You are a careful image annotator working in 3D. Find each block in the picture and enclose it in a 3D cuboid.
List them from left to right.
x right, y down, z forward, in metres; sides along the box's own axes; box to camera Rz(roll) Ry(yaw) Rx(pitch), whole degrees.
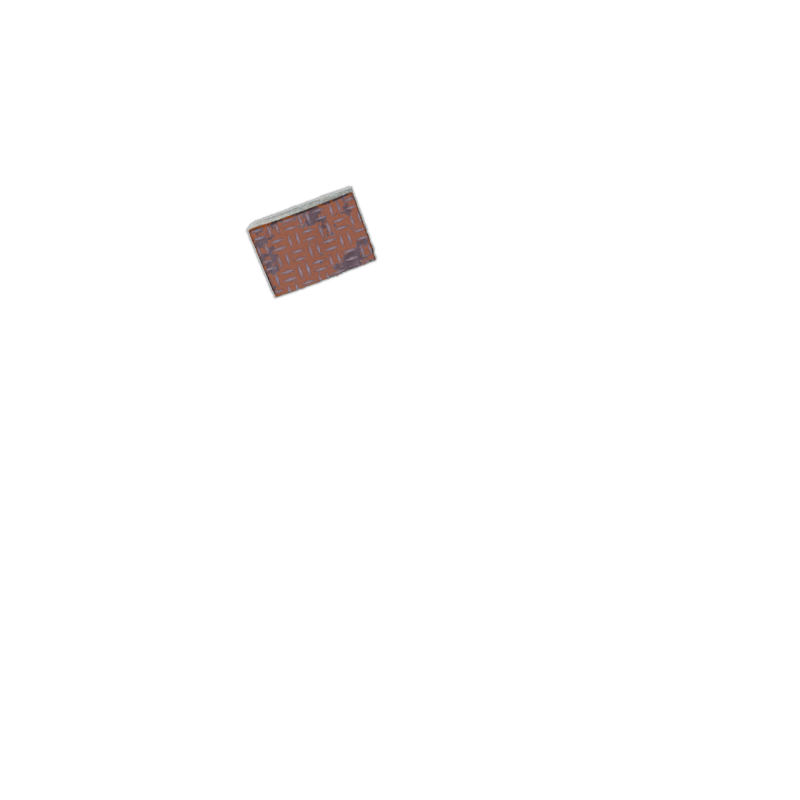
[{"bbox_3d":[-0.061,-0.112,0.781,0.078,0.052,0.052,-20,11,2],"label":"block"}]
